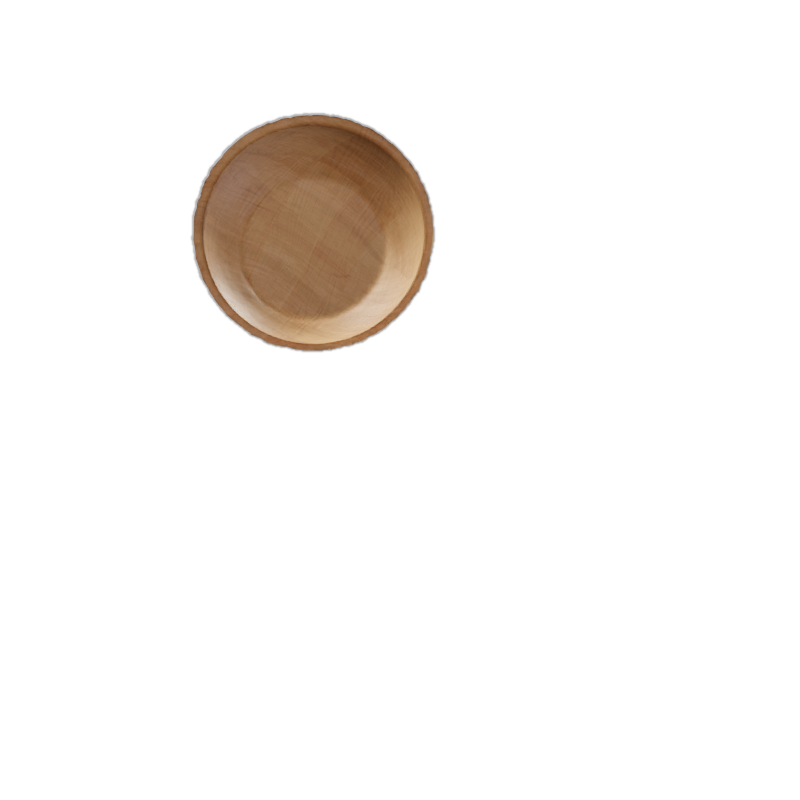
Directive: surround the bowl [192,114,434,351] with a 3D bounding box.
[{"bbox_3d":[-0.056,-0.102,0.717,0.162,0.158,0.057,0,11,-1],"label":"bowl"}]
